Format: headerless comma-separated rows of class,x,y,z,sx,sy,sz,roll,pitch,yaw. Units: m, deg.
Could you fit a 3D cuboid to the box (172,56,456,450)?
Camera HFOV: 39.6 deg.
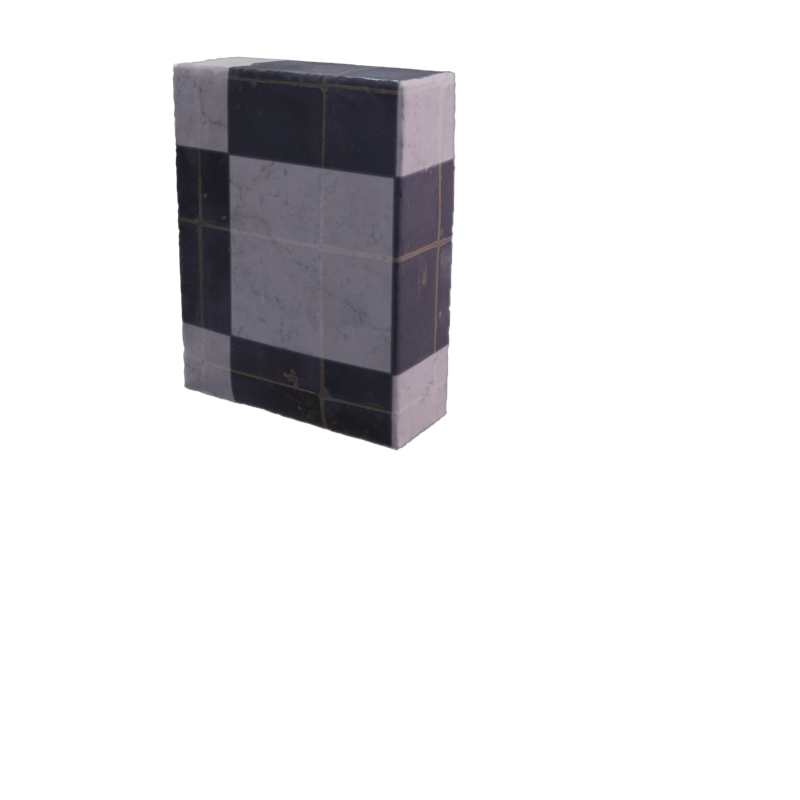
box,-0.053,-0.096,0.675,0.172,0.206,0.071,13,20,32
